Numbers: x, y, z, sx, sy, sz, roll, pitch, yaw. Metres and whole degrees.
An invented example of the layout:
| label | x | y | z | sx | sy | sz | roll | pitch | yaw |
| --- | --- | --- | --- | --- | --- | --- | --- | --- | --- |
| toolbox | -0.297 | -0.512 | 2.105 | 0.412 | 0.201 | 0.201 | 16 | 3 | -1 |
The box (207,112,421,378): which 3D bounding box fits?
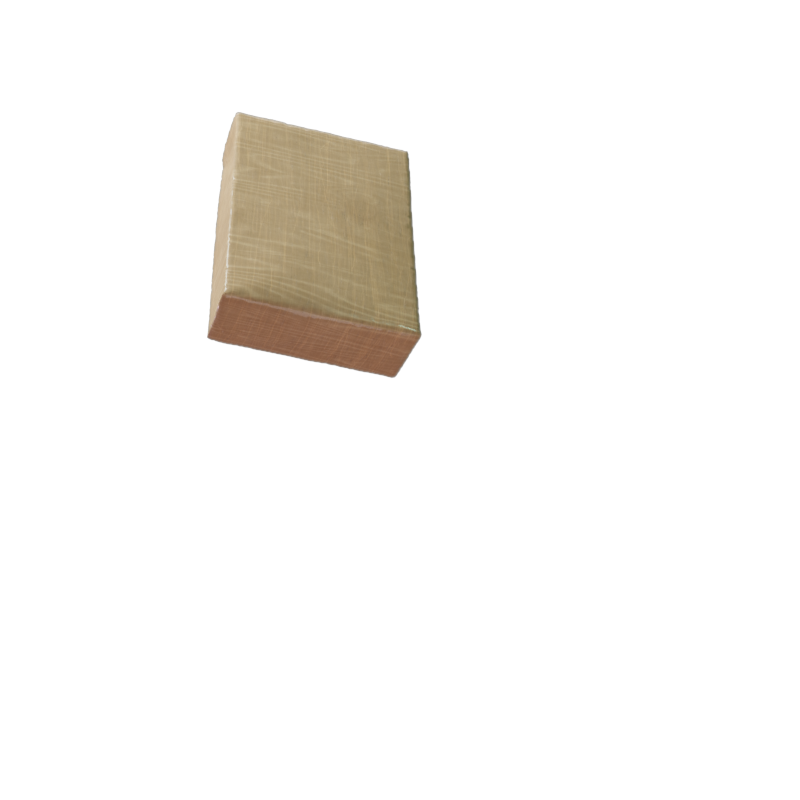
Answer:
| label | x | y | z | sx | sy | sz | roll | pitch | yaw |
| --- | --- | --- | --- | --- | --- | --- | --- | --- | --- |
| box | -0.074 | -0.135 | 0.943 | 0.160 | 0.229 | 0.068 | 10 | -41 | -15 |
